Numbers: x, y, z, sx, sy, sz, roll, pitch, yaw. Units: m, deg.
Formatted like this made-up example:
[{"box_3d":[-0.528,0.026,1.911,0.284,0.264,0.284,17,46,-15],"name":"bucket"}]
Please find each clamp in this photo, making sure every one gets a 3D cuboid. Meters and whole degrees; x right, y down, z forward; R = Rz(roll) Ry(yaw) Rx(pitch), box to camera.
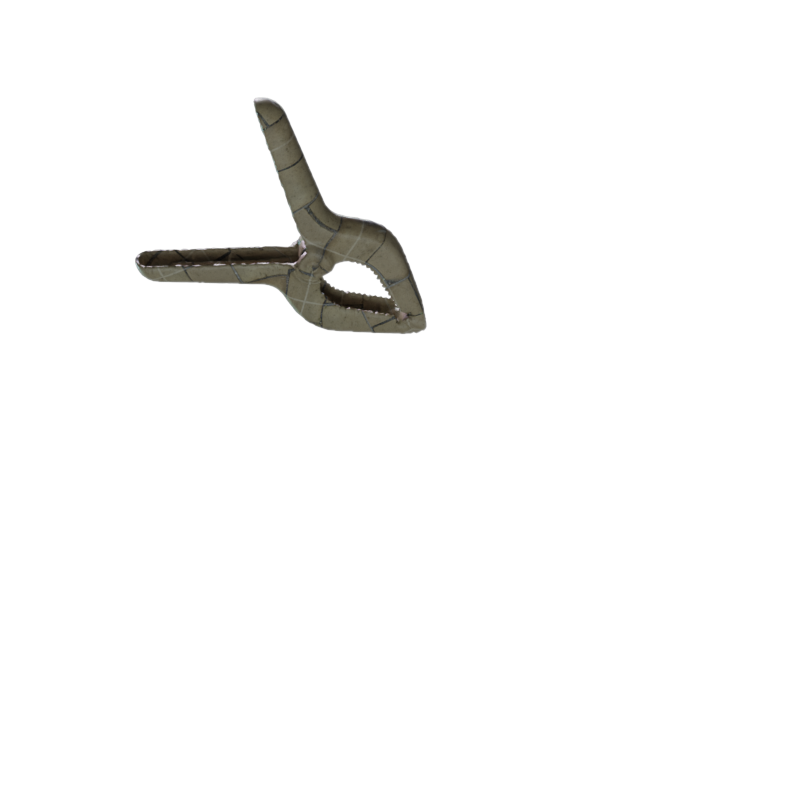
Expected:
[{"box_3d":[-0.062,-0.113,0.788,0.203,0.159,0.039,25,32,-17],"name":"clamp"}]
